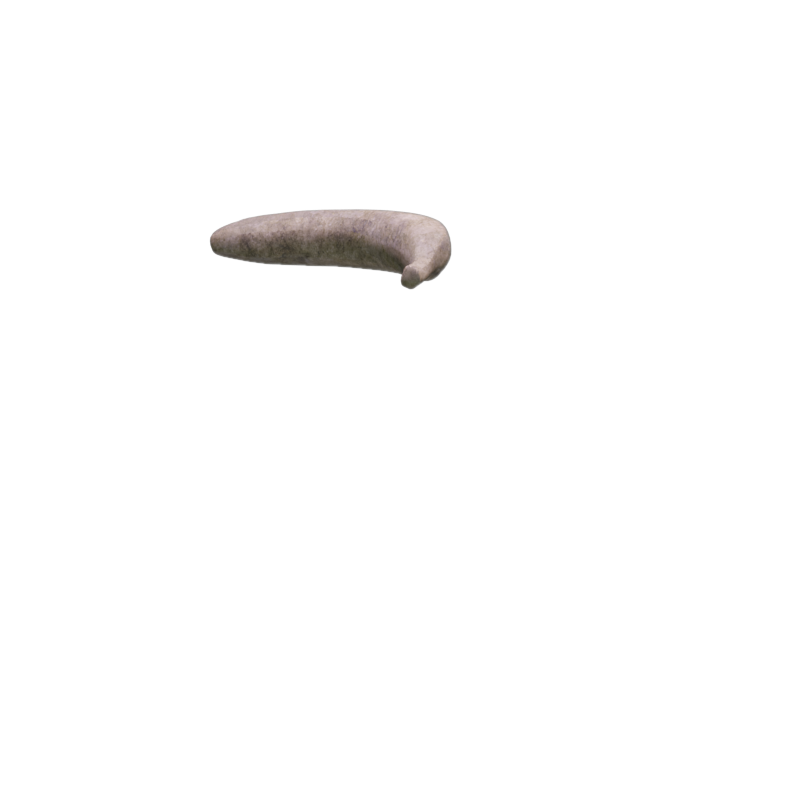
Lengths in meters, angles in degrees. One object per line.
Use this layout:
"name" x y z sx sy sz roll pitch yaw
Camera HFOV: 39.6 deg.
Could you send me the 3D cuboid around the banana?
"banana" -0.034 -0.094 0.653 0.067 0.036 0.208 -8 14 -39
